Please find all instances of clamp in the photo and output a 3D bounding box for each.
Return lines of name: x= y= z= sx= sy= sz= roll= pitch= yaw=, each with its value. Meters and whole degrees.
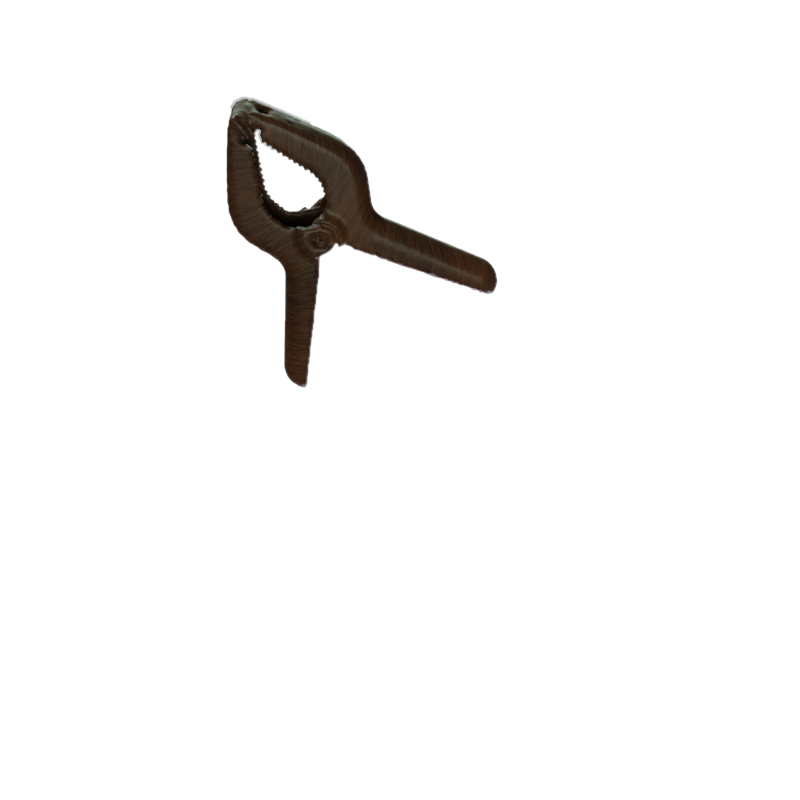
clamp: x=-0.058 y=-0.106 z=0.742 sx=0.164 sy=0.199 sz=0.039 roll=-34 pitch=24 yaw=18
